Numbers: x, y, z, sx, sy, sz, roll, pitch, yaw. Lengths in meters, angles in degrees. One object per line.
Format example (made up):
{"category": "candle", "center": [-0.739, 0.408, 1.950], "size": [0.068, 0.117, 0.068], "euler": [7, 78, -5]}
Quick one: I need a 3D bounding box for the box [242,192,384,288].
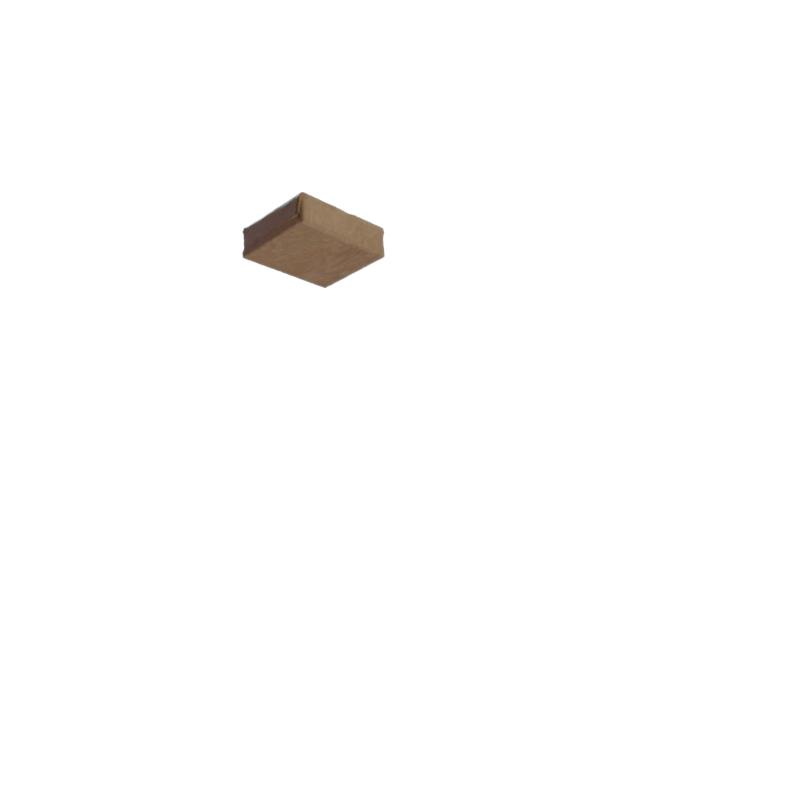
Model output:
{"category": "box", "center": [-0.069, -0.125, 0.875], "size": [0.084, 0.032, 0.073], "euler": [19, -31, -37]}
